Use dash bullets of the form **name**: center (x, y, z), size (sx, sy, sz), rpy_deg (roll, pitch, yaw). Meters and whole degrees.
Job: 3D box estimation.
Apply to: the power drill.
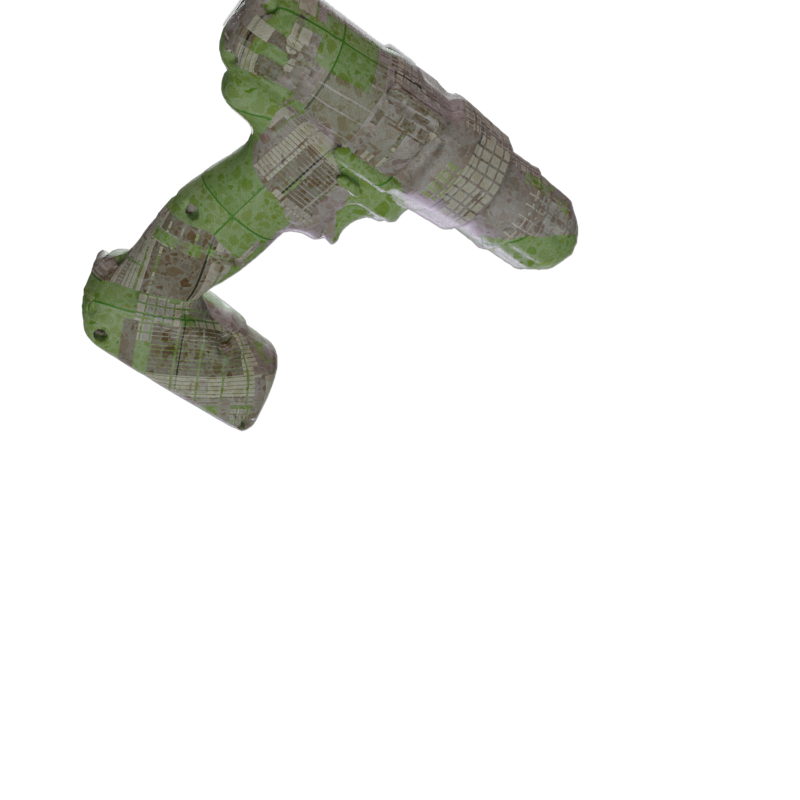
- **power drill**: center (-0.039, -0.071, 0.500), size (0.176, 0.184, 0.061), rpy_deg (35, 25, -20)
